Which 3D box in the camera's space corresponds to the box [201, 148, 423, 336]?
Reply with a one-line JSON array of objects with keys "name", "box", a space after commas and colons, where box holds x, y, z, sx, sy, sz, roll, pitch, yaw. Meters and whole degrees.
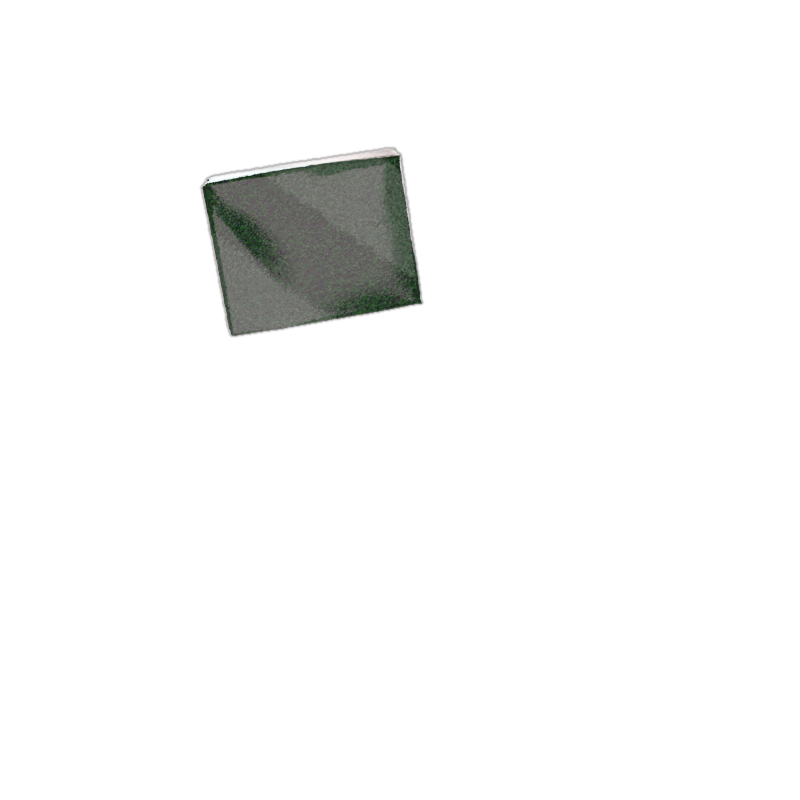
[{"name": "box", "box": [-0.049, -0.090, 0.630, 0.113, 0.088, 0.040, -9, 10, 1]}]
